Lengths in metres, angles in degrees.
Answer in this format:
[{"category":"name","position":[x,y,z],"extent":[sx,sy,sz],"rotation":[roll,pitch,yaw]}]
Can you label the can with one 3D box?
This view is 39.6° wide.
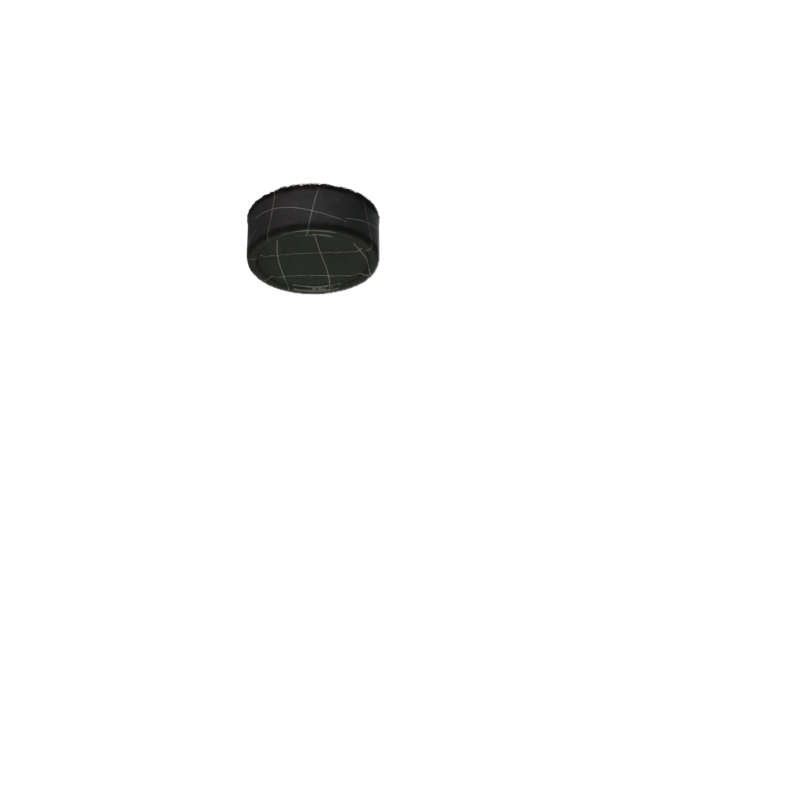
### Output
[{"category":"can","position":[-0.055,-0.101,0.706],"extent":[0.086,0.036,0.081],"rotation":[1,-25,-2]}]
